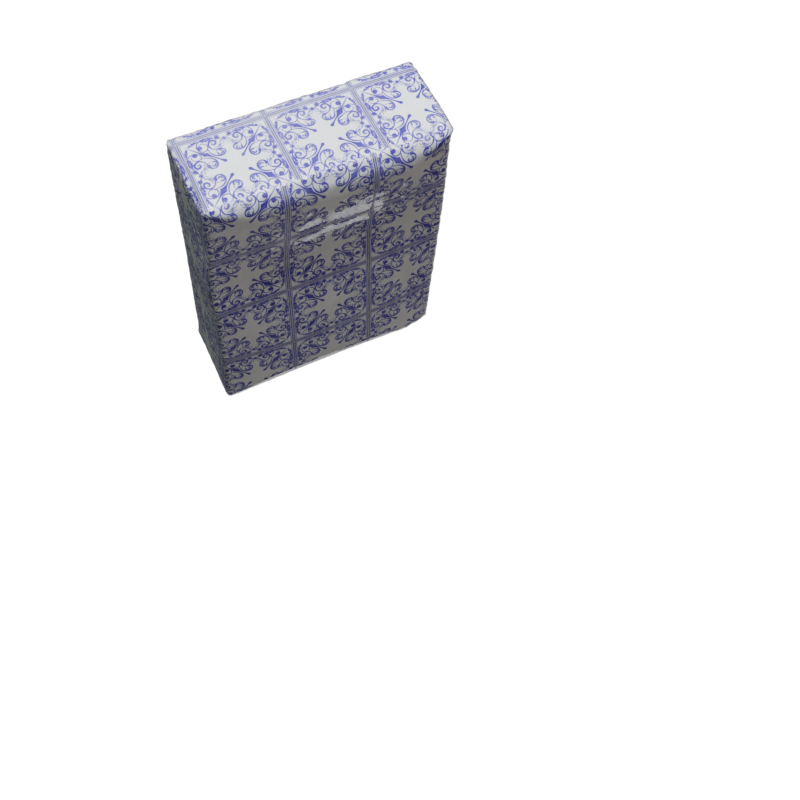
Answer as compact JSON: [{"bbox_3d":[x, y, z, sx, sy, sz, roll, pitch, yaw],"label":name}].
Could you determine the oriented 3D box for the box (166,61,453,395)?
[{"bbox_3d":[-0.058,-0.105,0.738,0.163,0.077,0.200,-22,-27,-15],"label":"box"}]
